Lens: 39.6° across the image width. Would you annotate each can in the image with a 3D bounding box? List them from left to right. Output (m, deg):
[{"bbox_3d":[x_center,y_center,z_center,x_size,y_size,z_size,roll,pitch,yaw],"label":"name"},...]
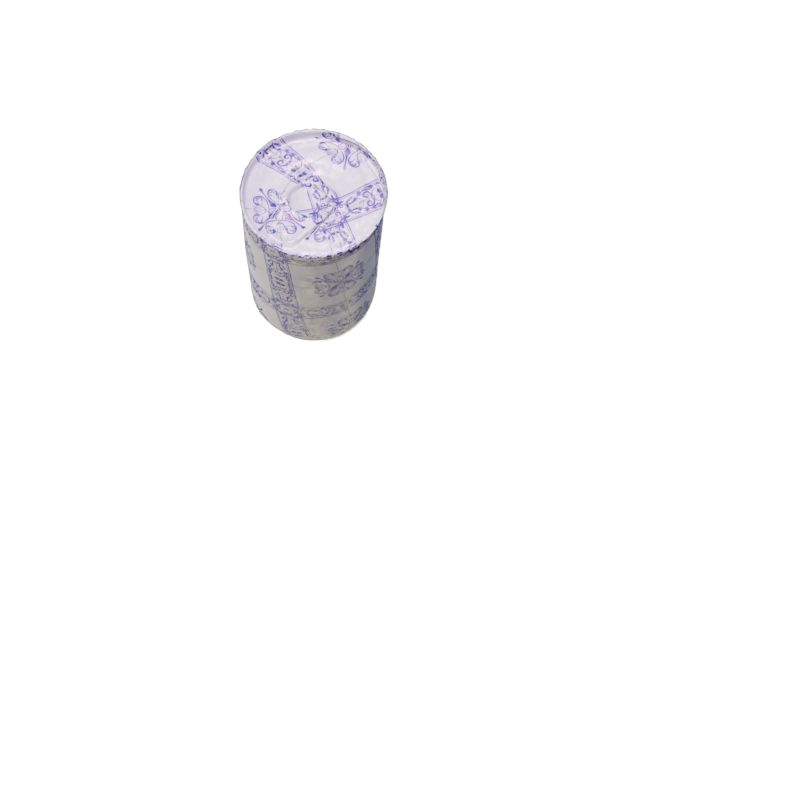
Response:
[{"bbox_3d":[-0.043,-0.079,0.550,0.068,0.072,0.097,0,-23,-3],"label":"can"}]
